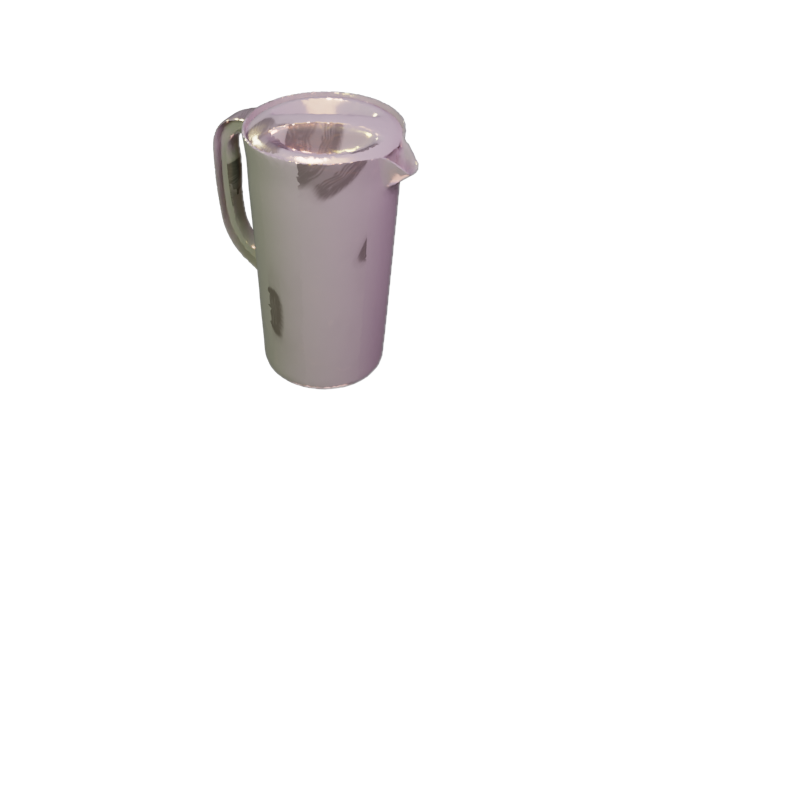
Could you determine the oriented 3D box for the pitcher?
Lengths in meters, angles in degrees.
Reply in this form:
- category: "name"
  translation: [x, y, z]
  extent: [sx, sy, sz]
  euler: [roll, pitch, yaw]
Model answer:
- category: "pitcher"
  translation: [-0.075, -0.137, 0.956]
  extent: [0.143, 0.227, 0.161]
  euler: [-9, 37, -15]
